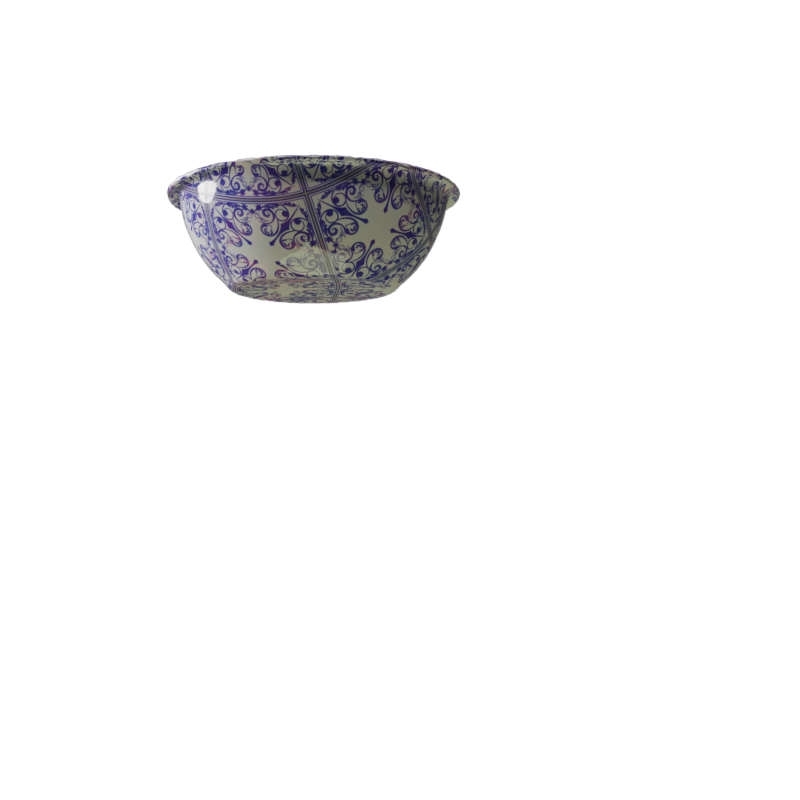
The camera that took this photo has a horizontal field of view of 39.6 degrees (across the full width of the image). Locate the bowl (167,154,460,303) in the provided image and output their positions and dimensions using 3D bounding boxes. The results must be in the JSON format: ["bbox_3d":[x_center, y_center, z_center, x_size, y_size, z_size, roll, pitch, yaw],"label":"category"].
[{"bbox_3d":[-0.048,-0.087,0.609,0.162,0.056,0.159,0,-5,-2],"label":"bowl"}]
